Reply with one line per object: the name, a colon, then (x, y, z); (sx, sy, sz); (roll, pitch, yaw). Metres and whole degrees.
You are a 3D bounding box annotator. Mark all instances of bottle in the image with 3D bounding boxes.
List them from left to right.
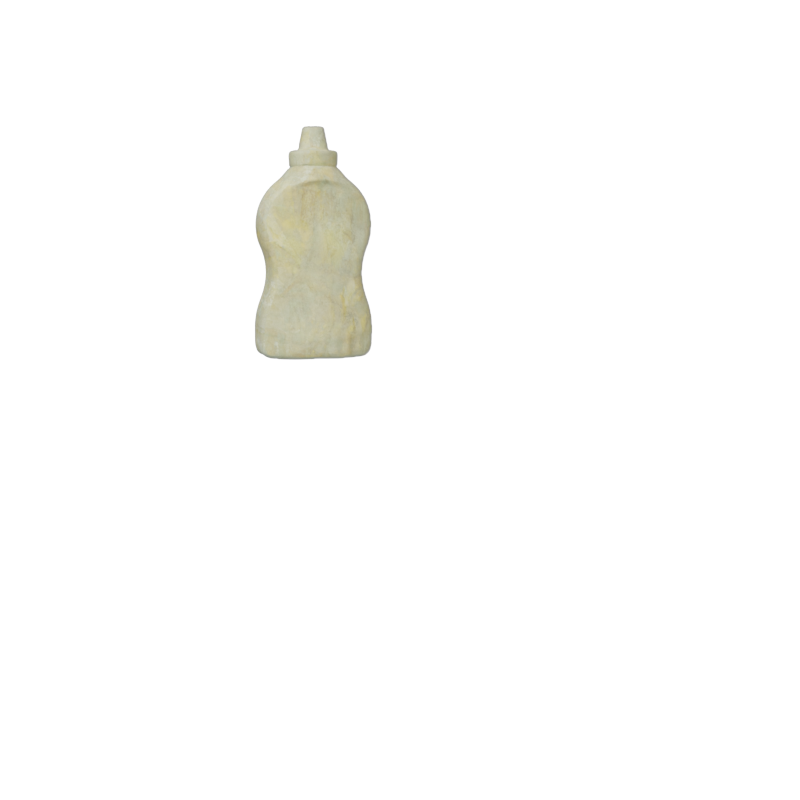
bottle: (-0.073, -0.132, 0.927); (0.094, 0.191, 0.059); (0, 1, -14)
